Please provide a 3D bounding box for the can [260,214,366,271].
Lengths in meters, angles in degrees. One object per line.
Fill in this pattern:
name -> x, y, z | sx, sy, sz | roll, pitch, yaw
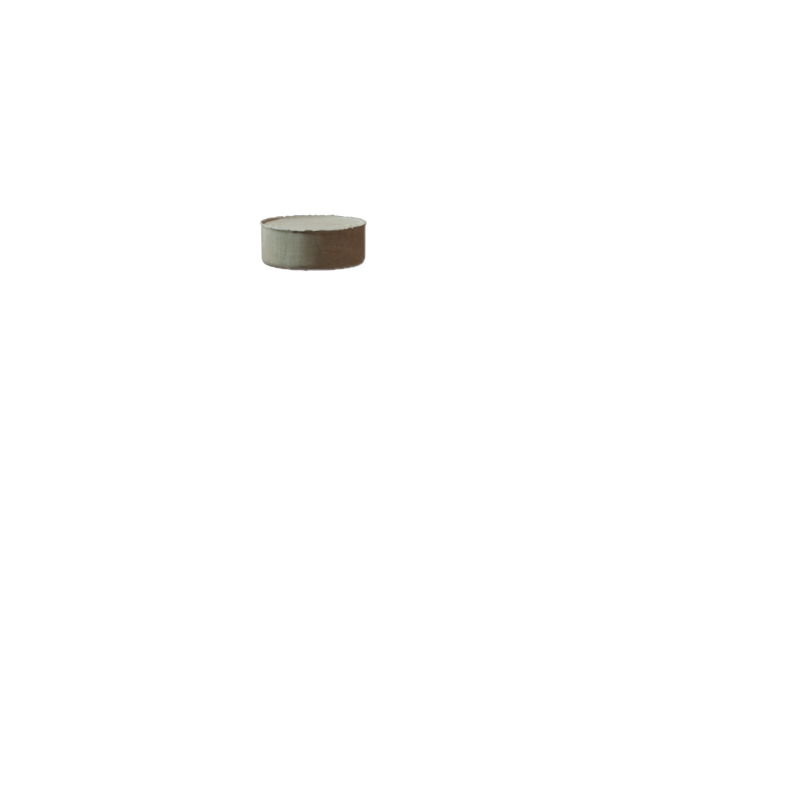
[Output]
can -> -0.070, -0.128, 0.897 | 0.086, 0.033, 0.089 | 0, 16, -2
